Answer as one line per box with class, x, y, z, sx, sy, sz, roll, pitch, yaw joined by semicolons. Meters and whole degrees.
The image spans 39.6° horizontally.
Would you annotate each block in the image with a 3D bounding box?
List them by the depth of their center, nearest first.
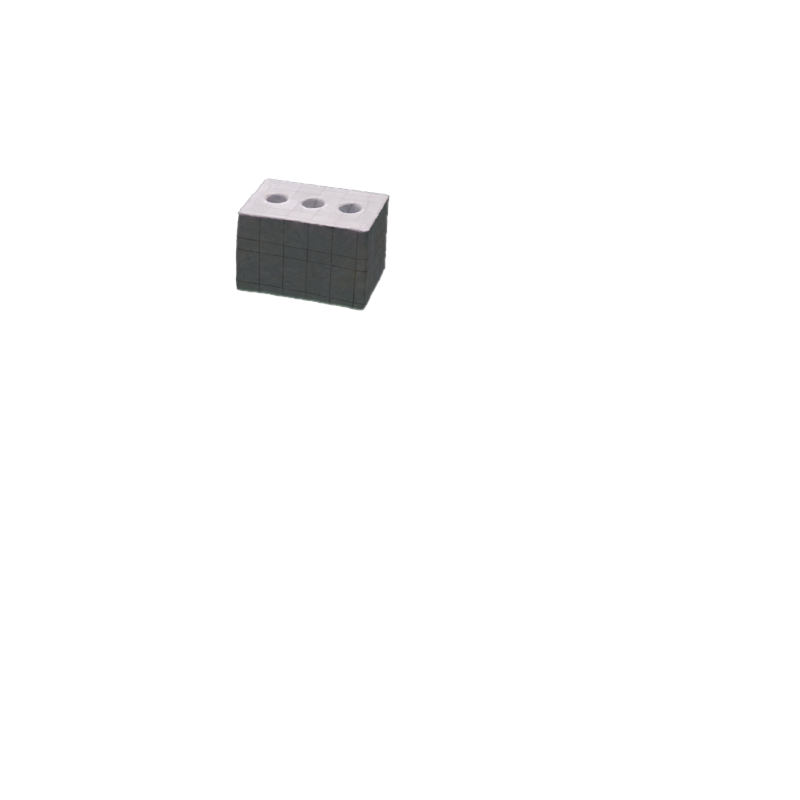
block;-0.050;-0.091;0.638;0.080;0.048;0.055;9;33;13
